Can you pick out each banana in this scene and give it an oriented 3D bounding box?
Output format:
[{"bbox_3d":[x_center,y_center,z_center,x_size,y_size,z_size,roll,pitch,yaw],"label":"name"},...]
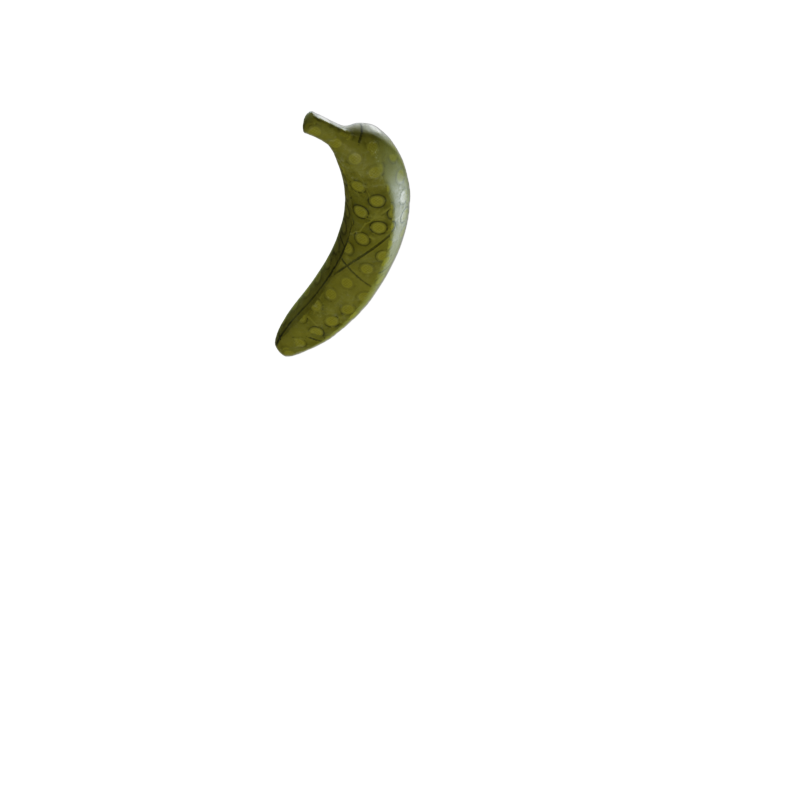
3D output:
[{"bbox_3d":[-0.033,-0.096,0.659,0.069,0.039,0.186,6,-43,-7],"label":"banana"}]
